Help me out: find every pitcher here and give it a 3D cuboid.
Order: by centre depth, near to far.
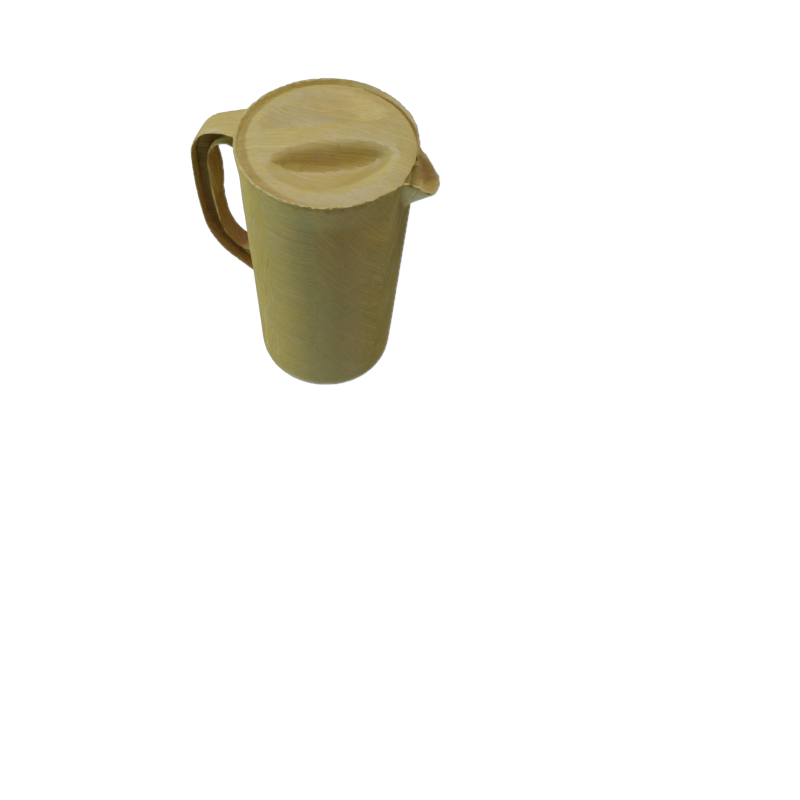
[{"bbox_3d":[-0.068,-0.124,0.867,0.144,0.161,0.227,-21,-33,-18],"label":"pitcher"}]
